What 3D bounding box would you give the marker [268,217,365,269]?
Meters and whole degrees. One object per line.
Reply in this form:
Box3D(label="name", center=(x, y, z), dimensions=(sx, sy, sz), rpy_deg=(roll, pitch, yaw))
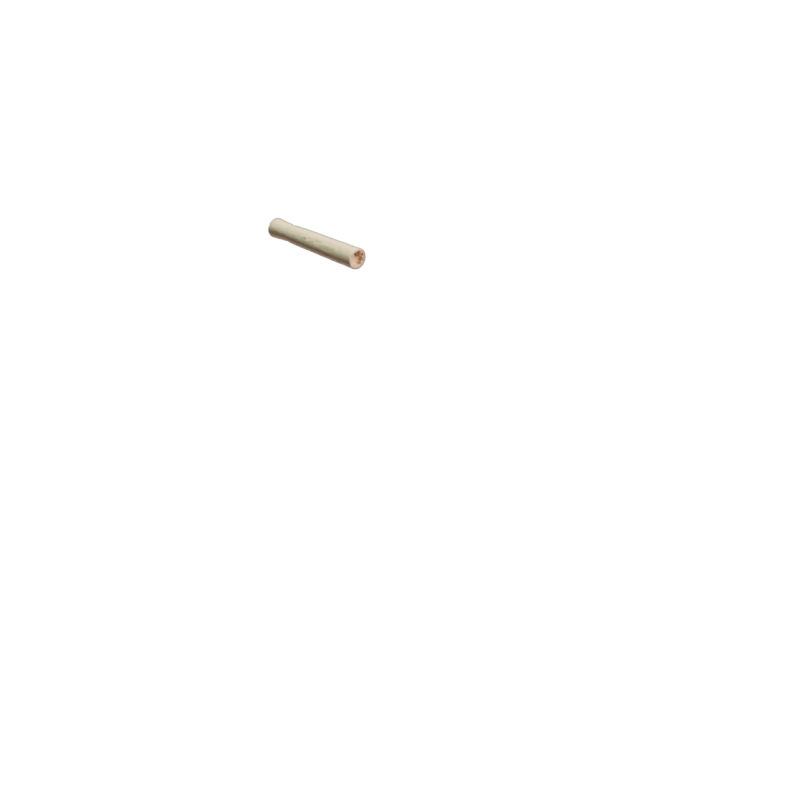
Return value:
Box3D(label="marker", center=(-0.077, -0.140, 0.979), dimensions=(0.019, 0.019, 0.129), rpy_deg=(-3, 21, -41))
